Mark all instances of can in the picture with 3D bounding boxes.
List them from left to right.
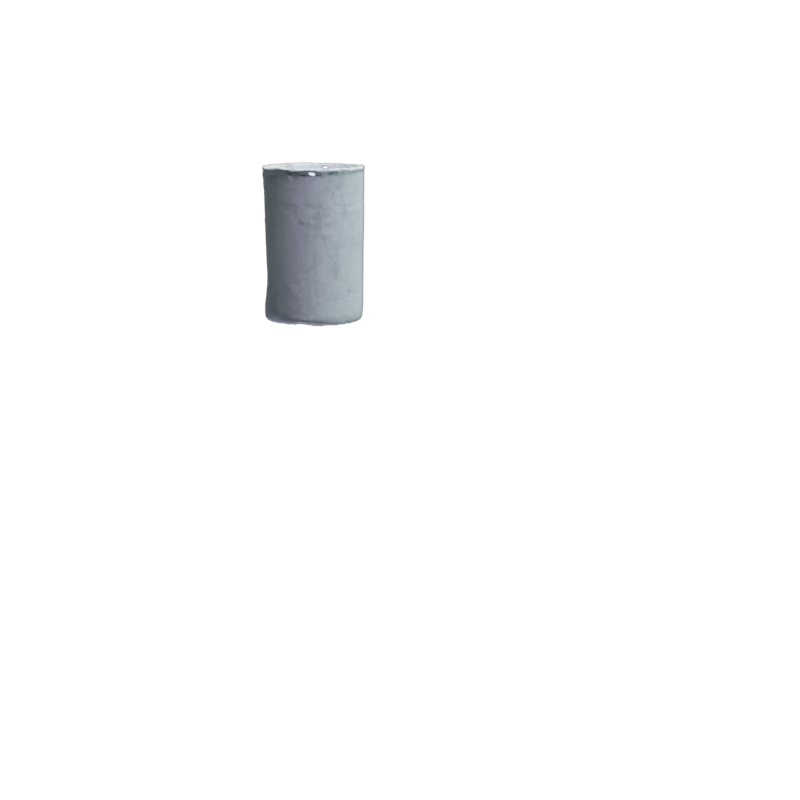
[{"bbox_3d":[-0.058,-0.105,0.737,0.068,0.100,0.070,0,10,-2],"label":"can"}]
